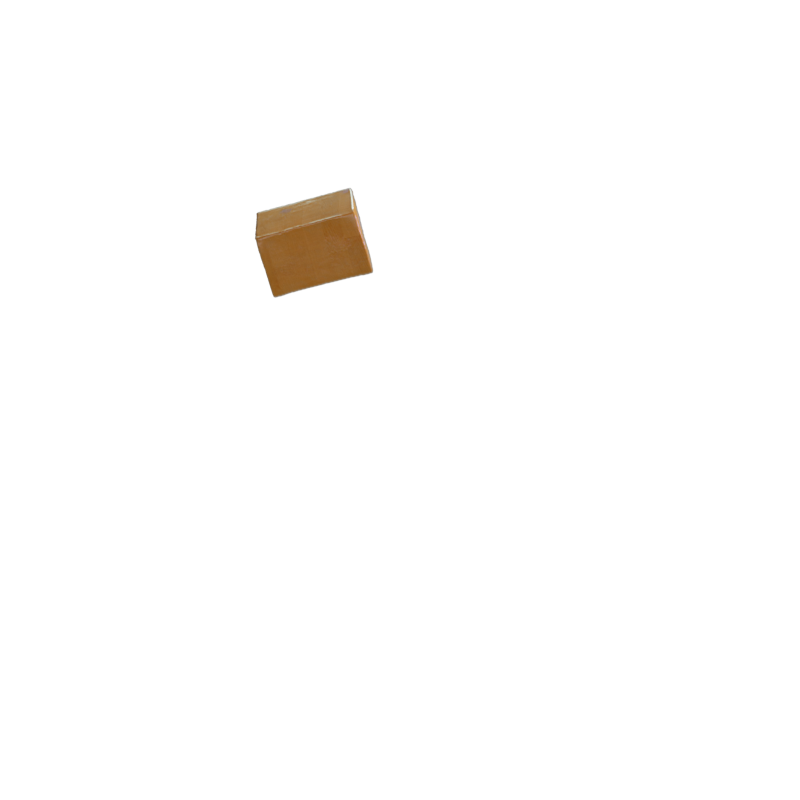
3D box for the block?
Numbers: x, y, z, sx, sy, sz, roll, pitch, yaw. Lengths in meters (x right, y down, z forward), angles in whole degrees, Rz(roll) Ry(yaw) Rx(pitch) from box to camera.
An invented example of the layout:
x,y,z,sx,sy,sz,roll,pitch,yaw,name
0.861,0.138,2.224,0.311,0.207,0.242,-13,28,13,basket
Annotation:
x,y,z,sx,sy,sz,roll,pitch,yaw,name
-0.065,-0.119,0.831,0.078,0.050,0.054,-13,28,5,block
